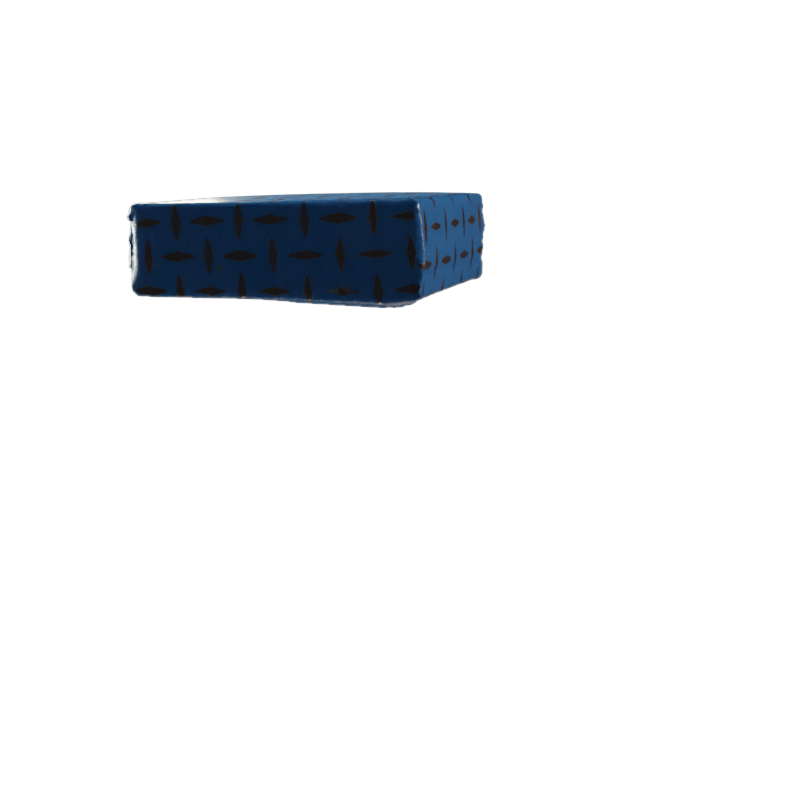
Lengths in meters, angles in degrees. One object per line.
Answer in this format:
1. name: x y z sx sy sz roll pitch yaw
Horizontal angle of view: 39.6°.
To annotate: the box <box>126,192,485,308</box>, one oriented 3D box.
1. box: -0.033 -0.060 0.423 0.117 0.038 0.089 4 12 20
